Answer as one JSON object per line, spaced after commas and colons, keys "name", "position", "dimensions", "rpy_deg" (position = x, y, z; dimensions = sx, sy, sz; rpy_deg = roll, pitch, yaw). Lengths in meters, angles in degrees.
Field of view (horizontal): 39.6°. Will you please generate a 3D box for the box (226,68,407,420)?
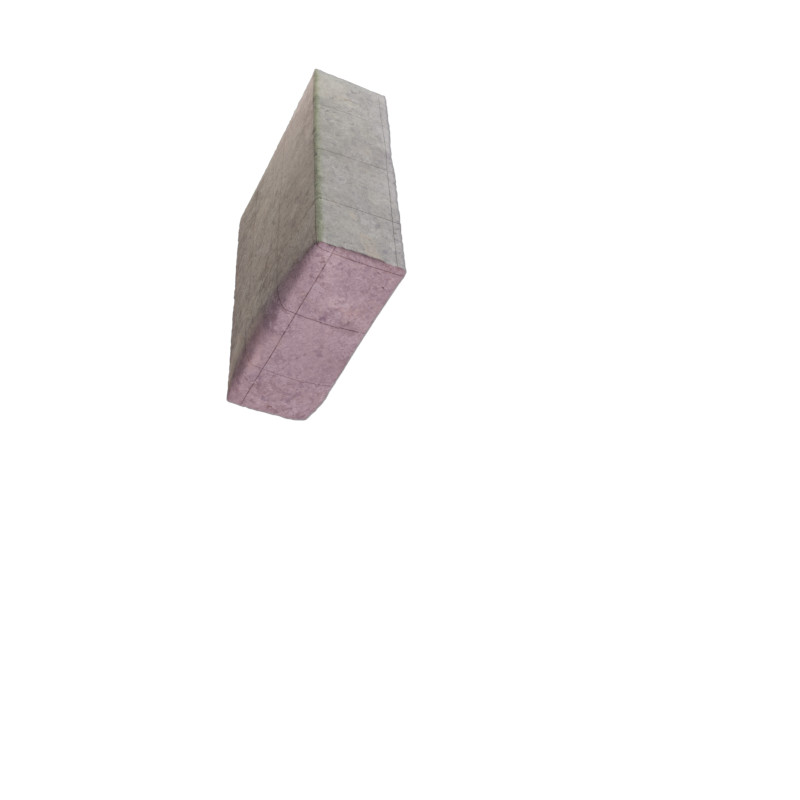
{"name": "box", "position": [-0.065, -0.118, 0.825], "dimensions": [0.069, 0.230, 0.158], "rpy_deg": [18, -50, -20]}
